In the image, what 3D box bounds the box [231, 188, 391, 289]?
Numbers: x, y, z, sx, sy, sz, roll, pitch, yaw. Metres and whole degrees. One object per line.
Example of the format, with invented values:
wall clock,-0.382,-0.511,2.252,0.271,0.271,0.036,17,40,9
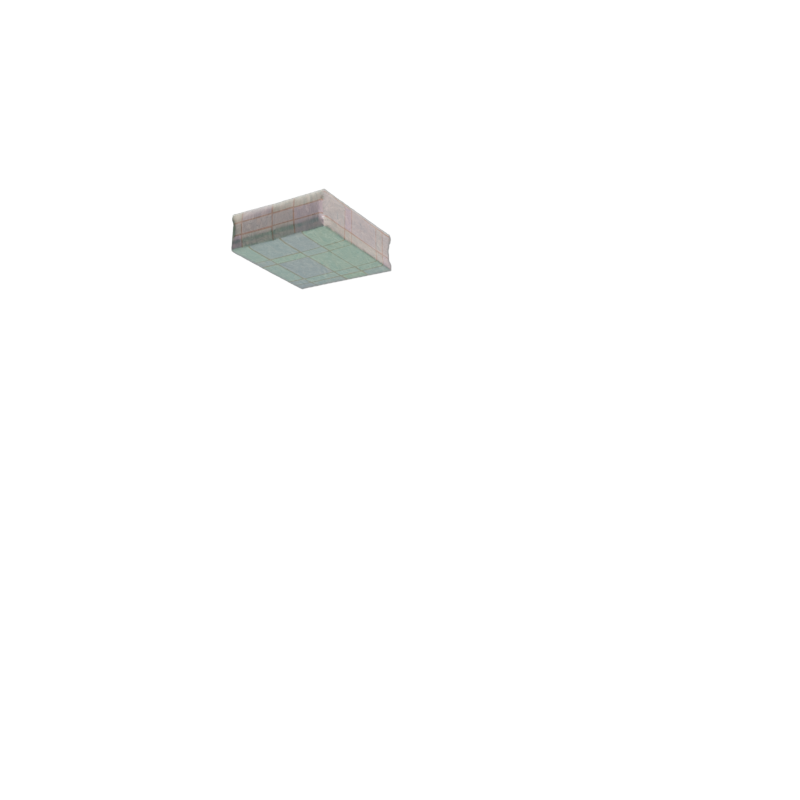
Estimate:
box,-0.058,-0.106,0.741,0.074,0.032,0.084,-10,-19,29
